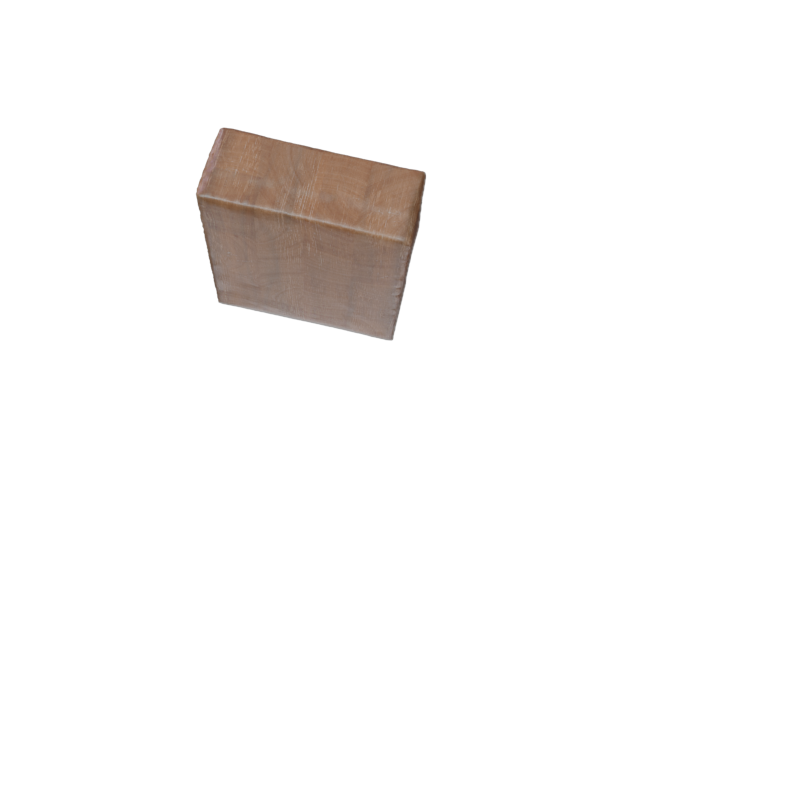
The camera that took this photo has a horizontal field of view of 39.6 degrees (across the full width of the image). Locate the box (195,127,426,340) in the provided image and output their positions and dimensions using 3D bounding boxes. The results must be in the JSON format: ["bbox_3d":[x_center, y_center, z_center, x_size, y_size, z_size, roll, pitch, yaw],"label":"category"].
[{"bbox_3d":[-0.071,-0.130,0.911,0.165,0.075,0.204,14,-19,2],"label":"box"}]
